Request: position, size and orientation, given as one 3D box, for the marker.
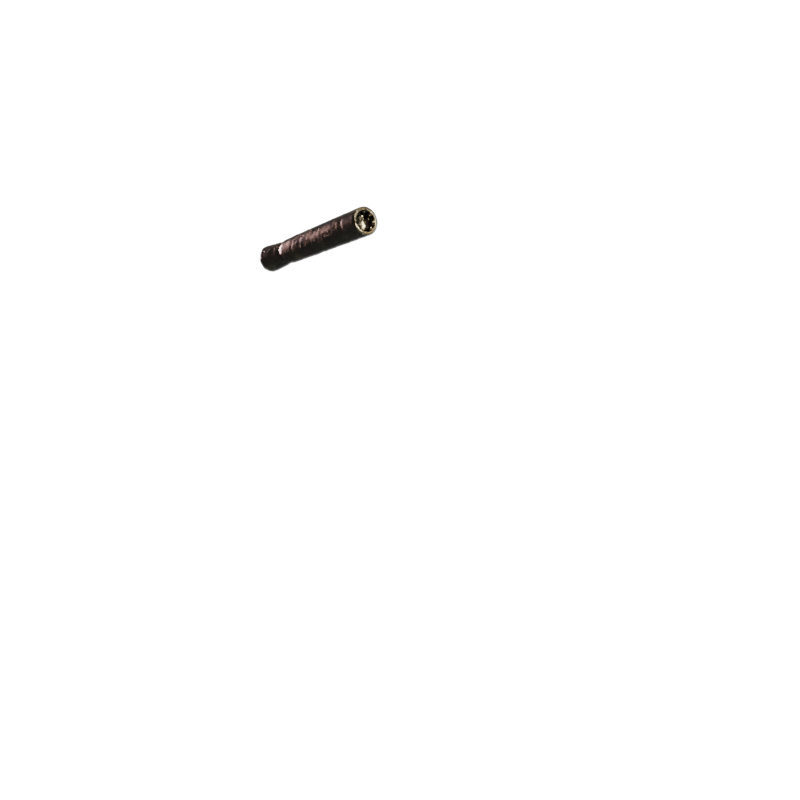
[{"bbox_3d":[-0.058,-0.106,0.744,0.019,0.020,0.123,-3,-5,-37],"label":"marker"}]
